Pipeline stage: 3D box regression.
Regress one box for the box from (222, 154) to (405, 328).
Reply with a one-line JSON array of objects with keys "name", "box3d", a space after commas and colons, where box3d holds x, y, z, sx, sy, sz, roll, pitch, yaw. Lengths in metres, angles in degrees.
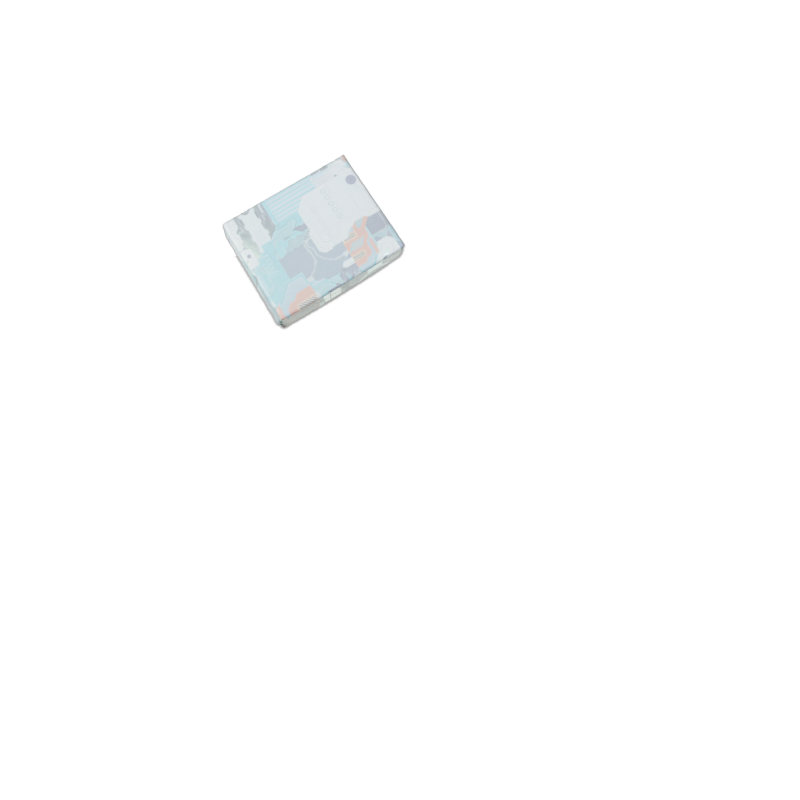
[{"name": "box", "box3d": [-0.067, -0.122, 0.857, 0.113, 0.094, 0.037, -31, -14, -10]}]
